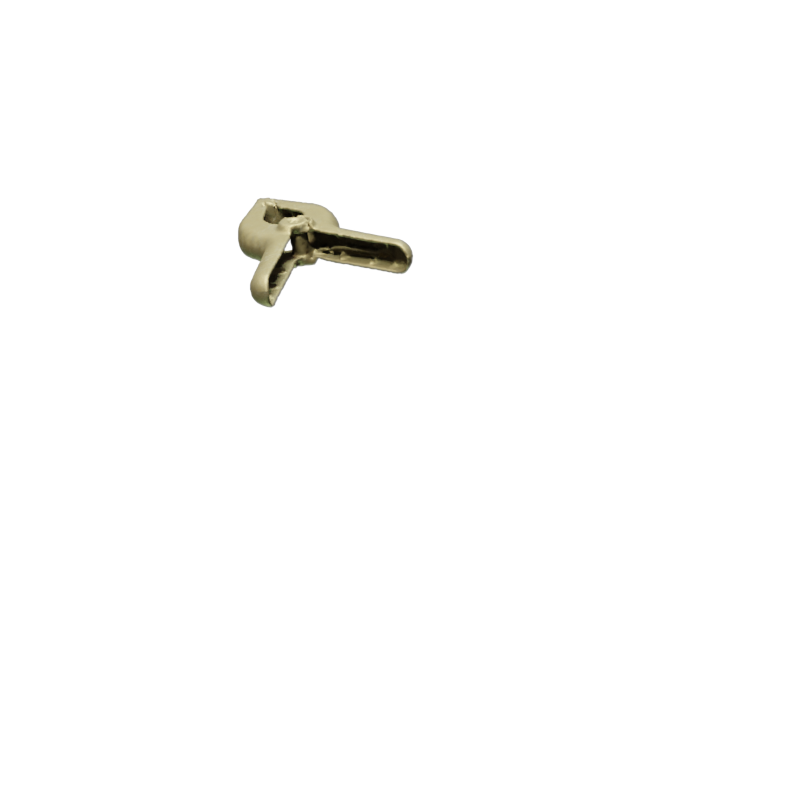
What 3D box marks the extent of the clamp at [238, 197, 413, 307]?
[{"bbox_3d":[-0.066,-0.120,0.841,0.118,0.037,0.183,-7,29,-13],"label":"clamp"}]
